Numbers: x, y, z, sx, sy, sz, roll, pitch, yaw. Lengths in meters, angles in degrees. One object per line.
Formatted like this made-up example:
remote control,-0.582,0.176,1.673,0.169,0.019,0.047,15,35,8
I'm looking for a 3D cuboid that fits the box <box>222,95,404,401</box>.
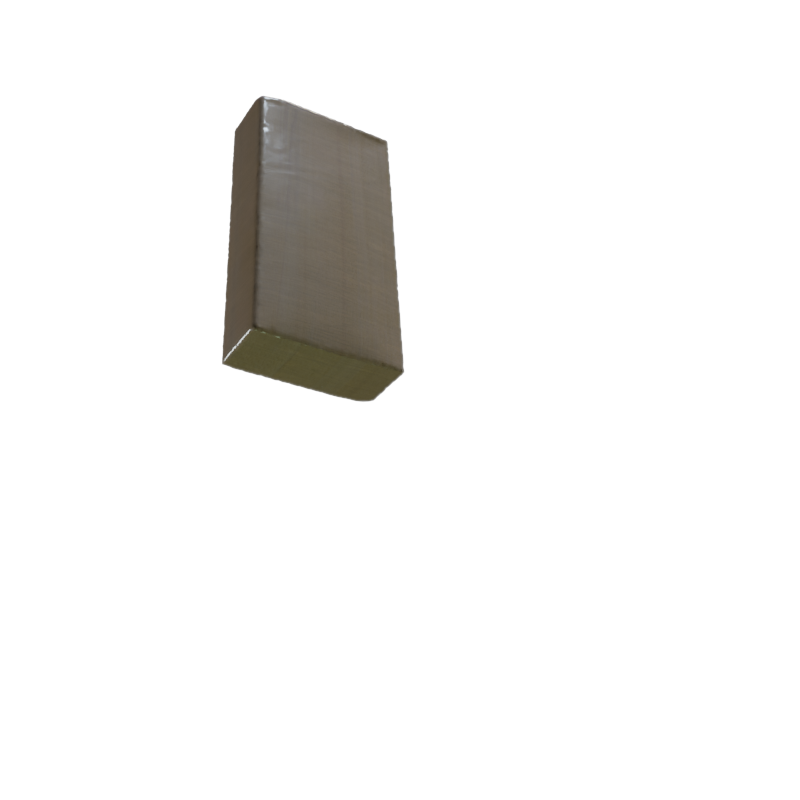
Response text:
box,-0.050,-0.092,0.640,0.089,0.189,0.047,16,-39,-25
